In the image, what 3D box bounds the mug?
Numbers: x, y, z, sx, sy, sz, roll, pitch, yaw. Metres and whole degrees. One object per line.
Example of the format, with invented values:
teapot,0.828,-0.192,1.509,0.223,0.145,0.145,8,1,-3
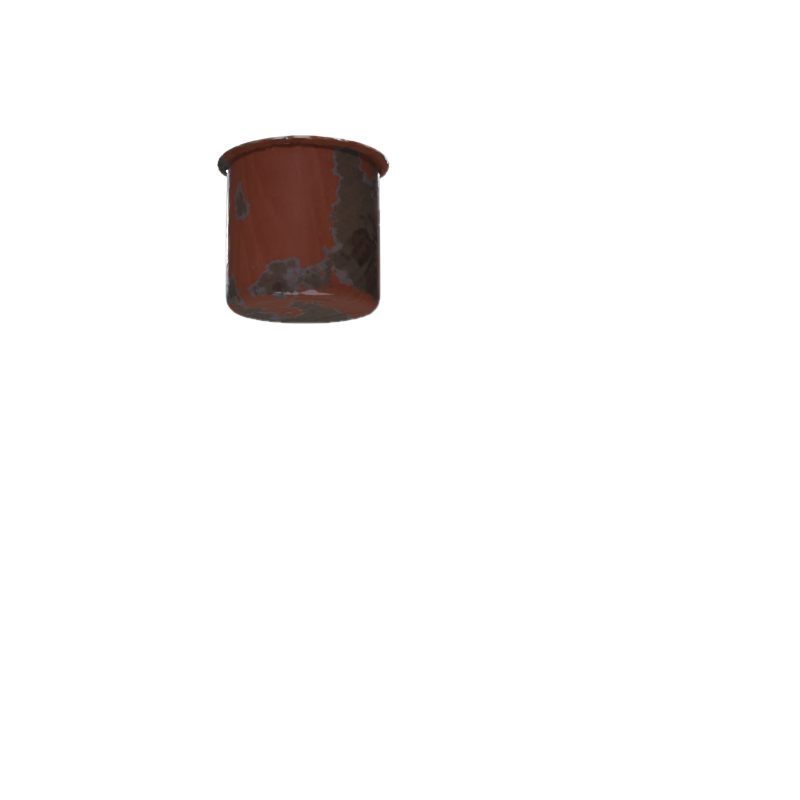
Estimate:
mug,-0.047,-0.086,0.601,0.095,0.084,0.111,-5,-11,24
